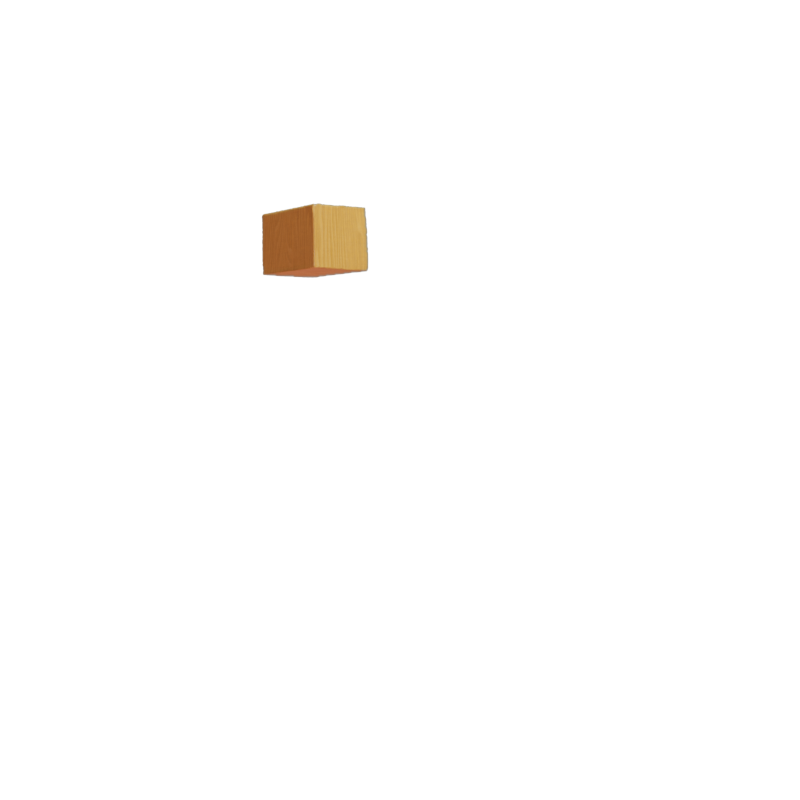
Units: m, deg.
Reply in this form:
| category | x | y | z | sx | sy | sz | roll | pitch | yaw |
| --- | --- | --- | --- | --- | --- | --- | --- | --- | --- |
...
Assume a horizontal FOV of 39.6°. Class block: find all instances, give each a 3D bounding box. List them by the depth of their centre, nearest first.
| category | x | y | z | sx | sy | sz | roll | pitch | yaw |
| --- | --- | --- | --- | --- | --- | --- | --- | --- | --- |
| block | -0.069 | -0.127 | 0.888 | 0.051 | 0.052 | 0.080 | 2 | -2 | -38 |
